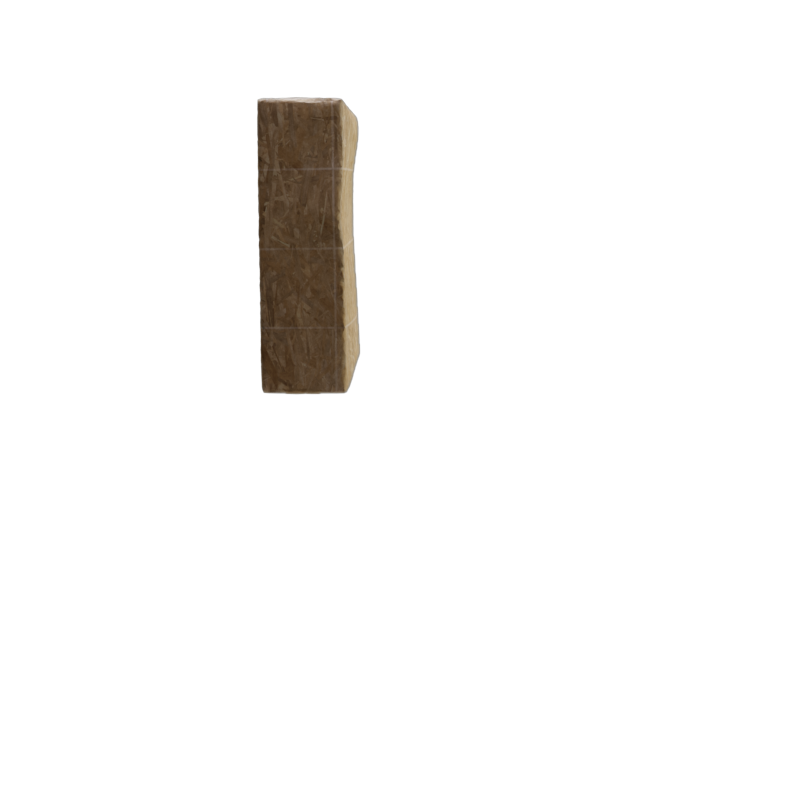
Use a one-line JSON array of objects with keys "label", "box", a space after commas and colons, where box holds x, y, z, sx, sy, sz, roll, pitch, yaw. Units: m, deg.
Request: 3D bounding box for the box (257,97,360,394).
[{"label": "box", "box": [-0.068, -0.124, 0.871, 0.072, 0.212, 0.166, 0, 6, 1]}]
